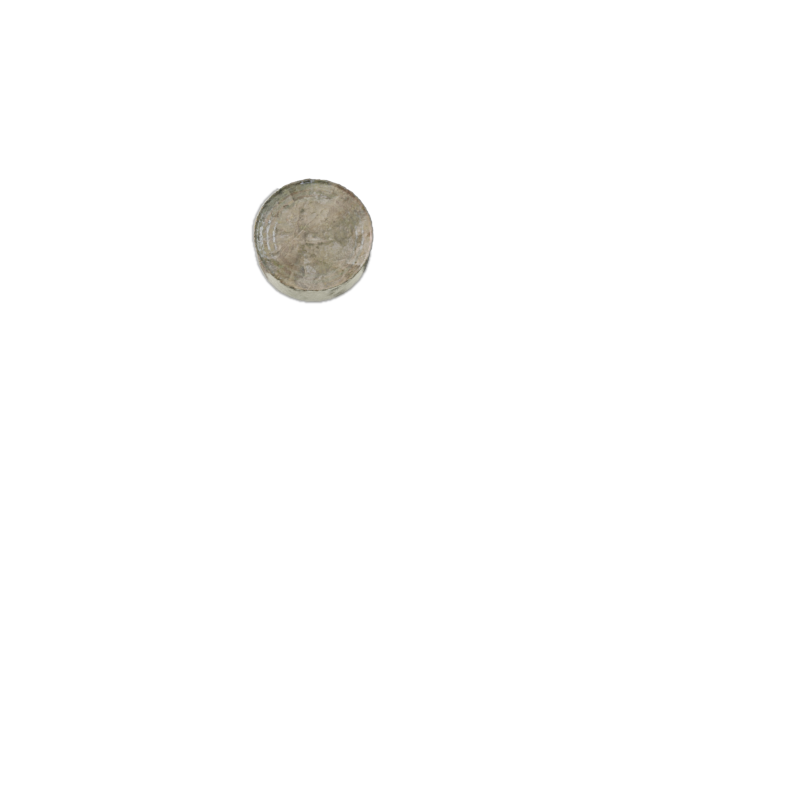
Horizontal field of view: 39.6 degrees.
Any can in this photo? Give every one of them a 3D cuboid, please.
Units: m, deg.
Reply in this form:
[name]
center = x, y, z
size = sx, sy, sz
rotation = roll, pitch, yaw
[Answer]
[can]
center = -0.063, -0.115, 0.803
size = 0.086, 0.090, 0.032
rotation = -1, -19, -1
